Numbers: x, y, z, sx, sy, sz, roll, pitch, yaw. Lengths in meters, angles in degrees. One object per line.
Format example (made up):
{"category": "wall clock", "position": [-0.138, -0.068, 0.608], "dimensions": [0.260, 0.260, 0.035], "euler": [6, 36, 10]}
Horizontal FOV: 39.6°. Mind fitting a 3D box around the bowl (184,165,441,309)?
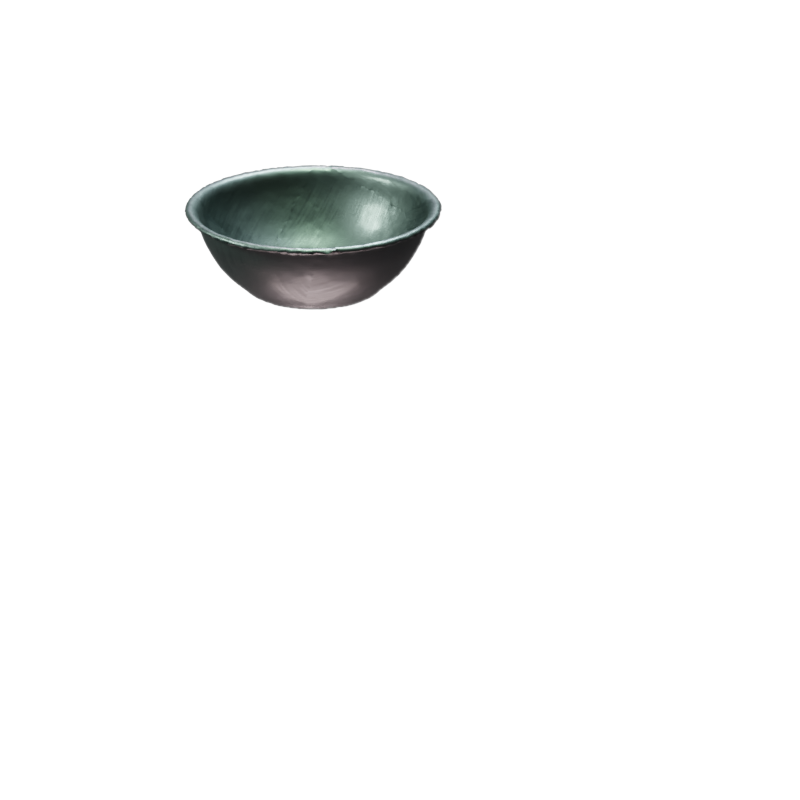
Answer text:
{"category": "bowl", "position": [-0.056, -0.101, 0.710], "dimensions": [0.162, 0.052, 0.171], "euler": [-1, 28, -2]}
